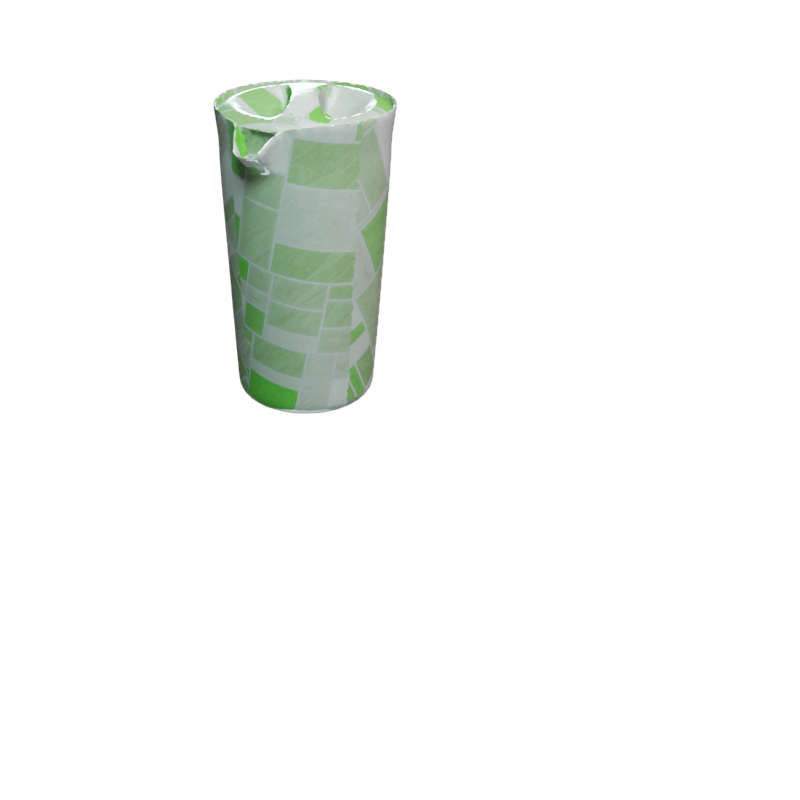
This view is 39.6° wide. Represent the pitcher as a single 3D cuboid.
[{"bbox_3d":[-0.067,-0.122,0.857,0.147,0.230,0.155,-7,27,-18],"label":"pitcher"}]
